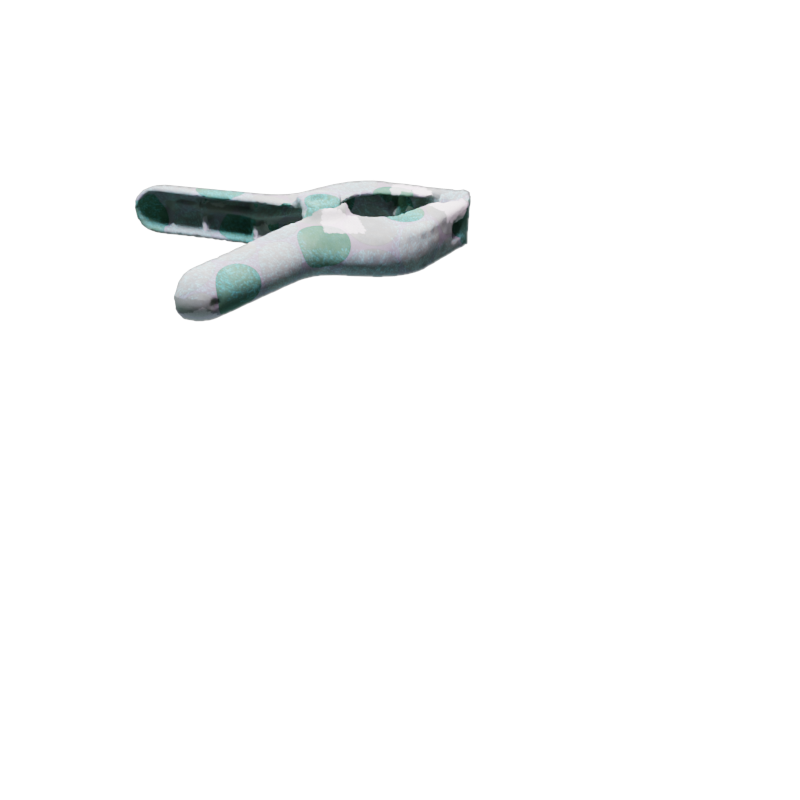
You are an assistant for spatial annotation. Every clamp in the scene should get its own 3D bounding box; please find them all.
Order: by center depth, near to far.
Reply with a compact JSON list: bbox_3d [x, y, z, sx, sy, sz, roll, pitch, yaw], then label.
[{"bbox_3d":[-0.042,-0.077,0.542,0.170,0.037,0.129,-6,37,-8],"label":"clamp"}]
